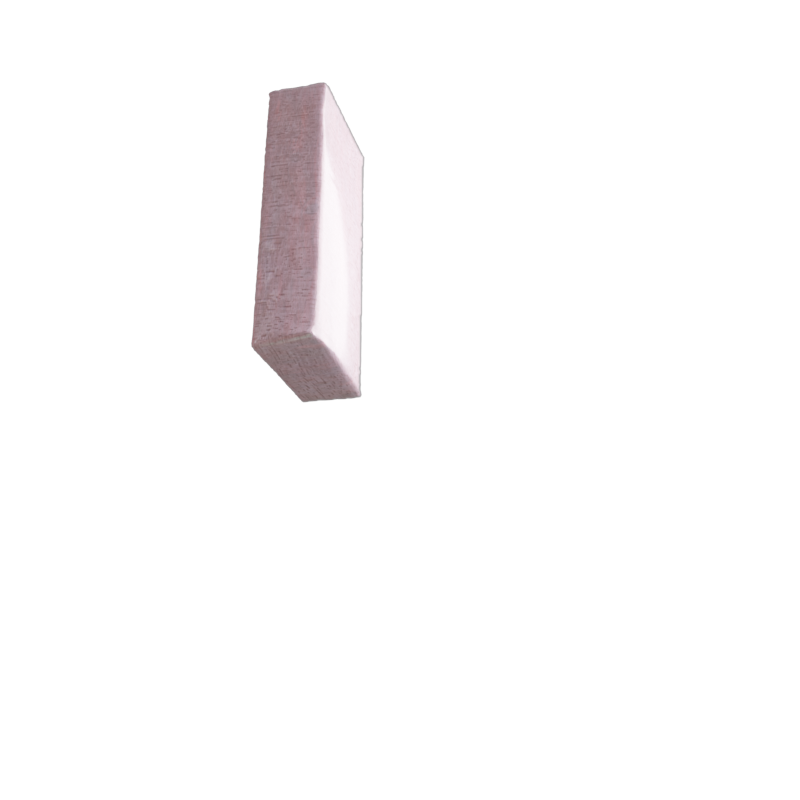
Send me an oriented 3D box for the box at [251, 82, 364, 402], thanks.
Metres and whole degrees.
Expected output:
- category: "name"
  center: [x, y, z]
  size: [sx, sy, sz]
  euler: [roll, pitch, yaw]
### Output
- category: "box"
  center: [-0.054, -0.098, 0.688]
  size: [0.049, 0.187, 0.087]
  euler: [-9, -28, 13]
